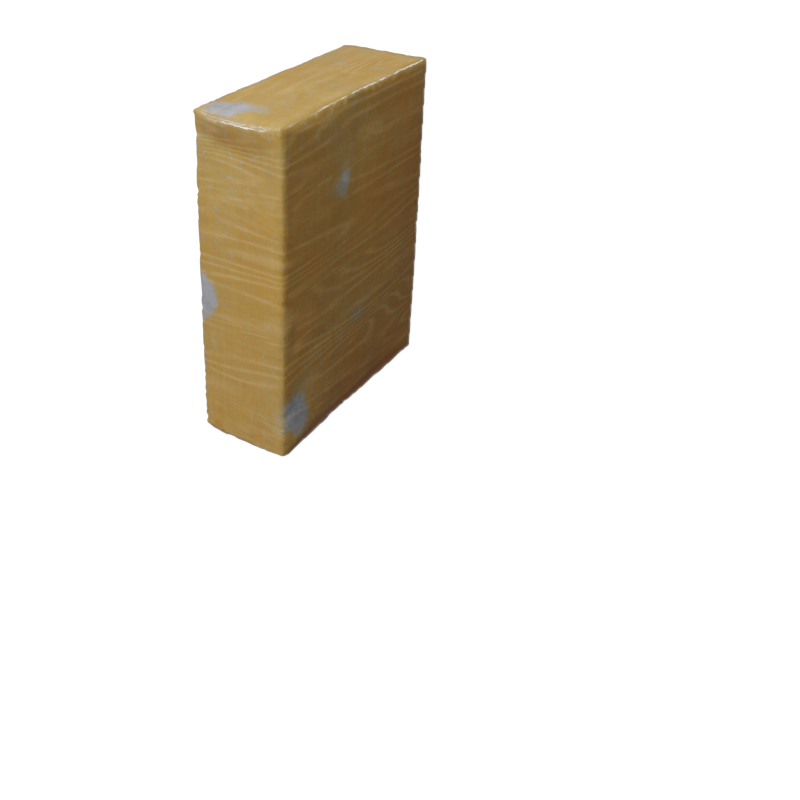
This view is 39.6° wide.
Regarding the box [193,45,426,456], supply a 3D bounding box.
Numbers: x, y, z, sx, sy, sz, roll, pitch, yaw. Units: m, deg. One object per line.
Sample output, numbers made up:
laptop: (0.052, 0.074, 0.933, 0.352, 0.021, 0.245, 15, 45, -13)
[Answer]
box: (-0.055, -0.100, 0.702, 0.075, 0.202, 0.166, 16, 32, 25)
